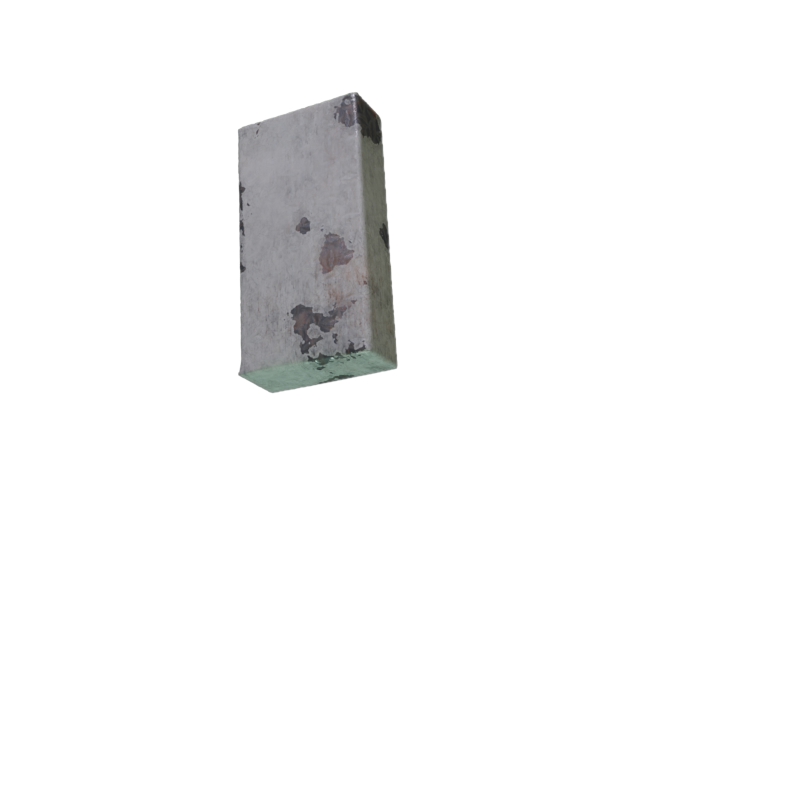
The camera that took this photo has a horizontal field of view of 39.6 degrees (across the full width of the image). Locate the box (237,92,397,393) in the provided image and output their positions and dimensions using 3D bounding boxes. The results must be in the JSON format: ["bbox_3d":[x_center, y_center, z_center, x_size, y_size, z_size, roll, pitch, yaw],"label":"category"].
[{"bbox_3d":[-0.055,-0.100,0.703,0.095,0.186,0.045,-13,-26,24],"label":"box"}]
